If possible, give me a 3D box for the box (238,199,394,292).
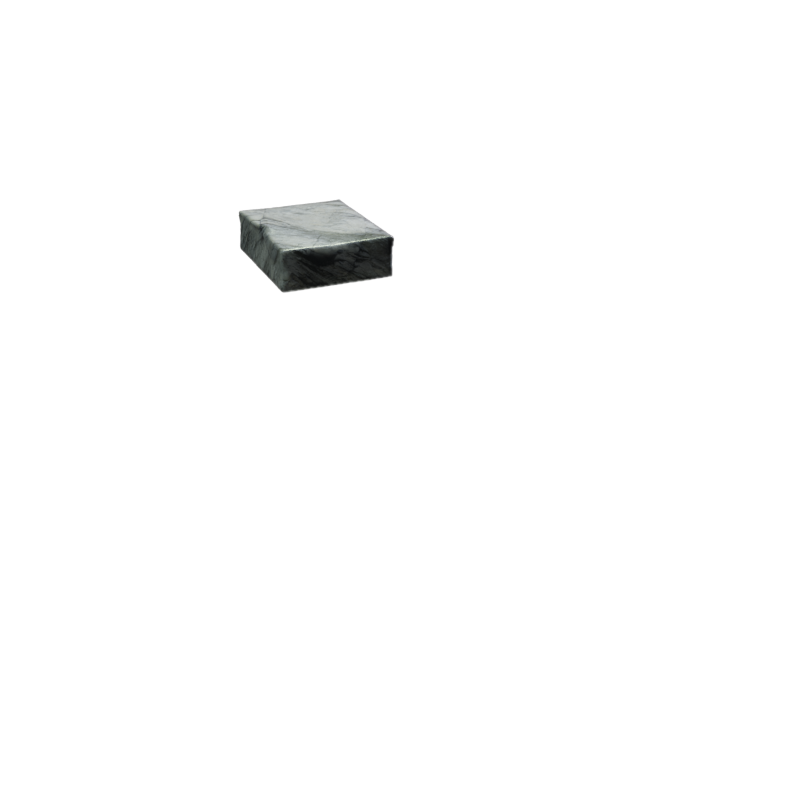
[{"bbox_3d":[-0.055,-0.100,0.703,0.072,0.029,0.095,-10,27,-21],"label":"box"}]
